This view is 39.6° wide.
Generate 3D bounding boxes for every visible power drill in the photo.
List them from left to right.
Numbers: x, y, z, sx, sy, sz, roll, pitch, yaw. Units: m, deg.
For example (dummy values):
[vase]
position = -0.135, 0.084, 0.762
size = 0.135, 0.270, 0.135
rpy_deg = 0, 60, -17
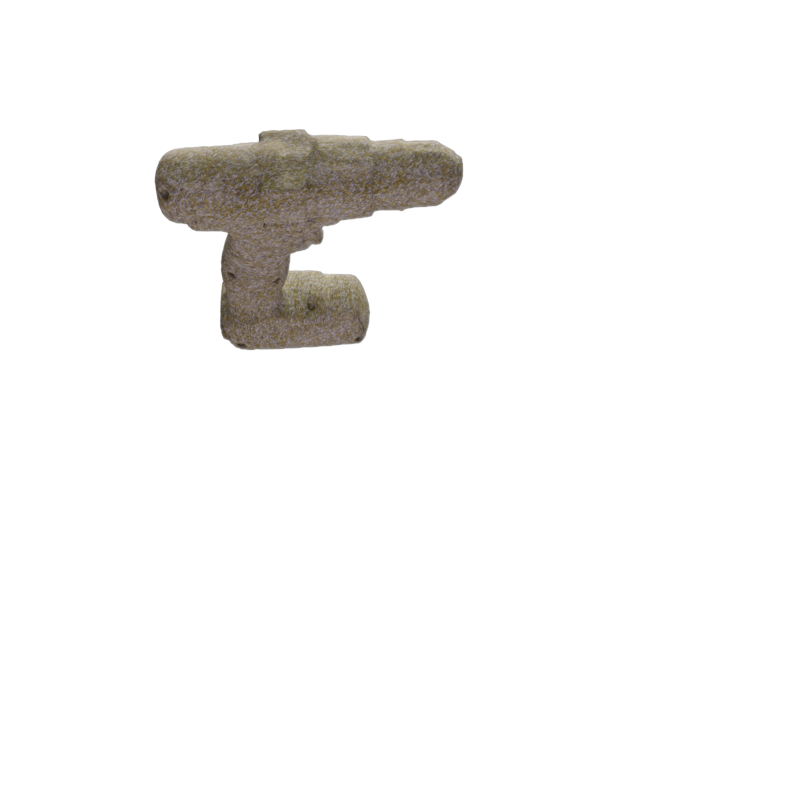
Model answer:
[power drill]
position = -0.057, -0.103, 0.723
size = 0.184, 0.061, 0.175
rpy_deg = 0, -31, 0
